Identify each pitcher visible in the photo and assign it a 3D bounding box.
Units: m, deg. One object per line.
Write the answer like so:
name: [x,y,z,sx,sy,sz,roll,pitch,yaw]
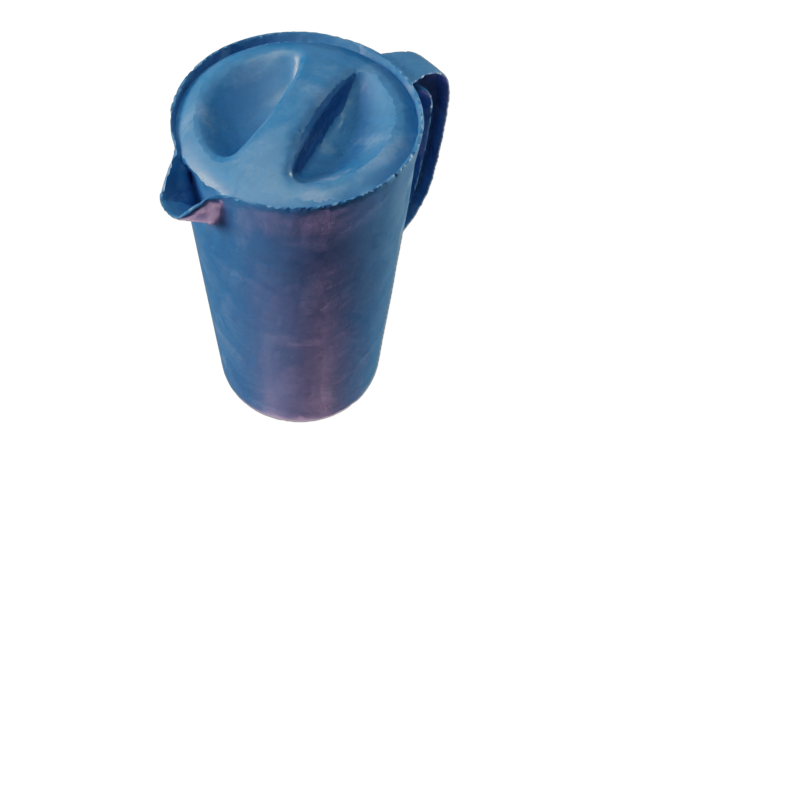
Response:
pitcher: [-0.053,-0.096,0.672,0.150,0.154,0.227,5,-34,0]
